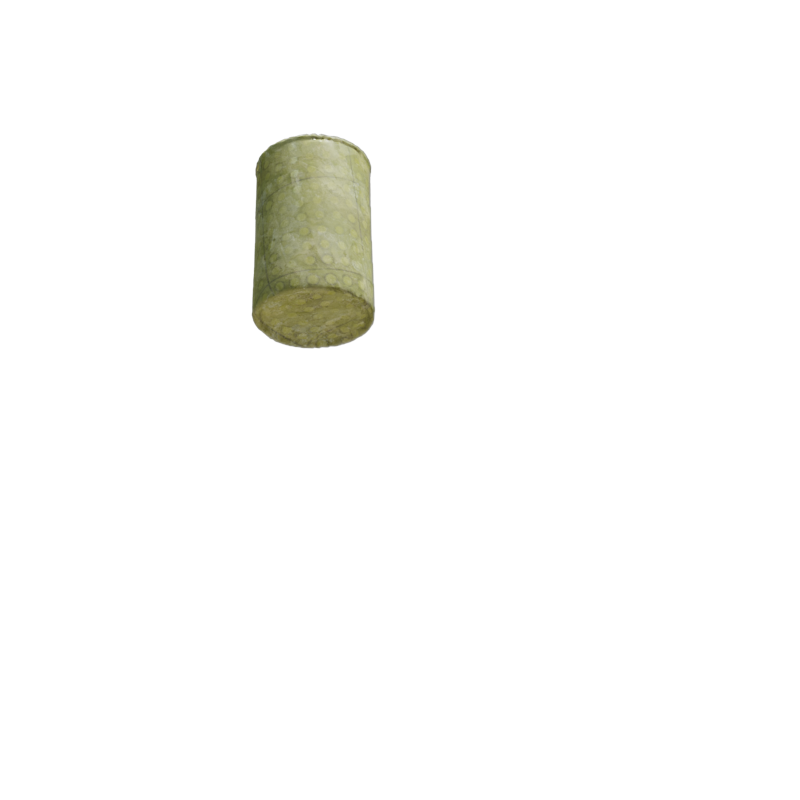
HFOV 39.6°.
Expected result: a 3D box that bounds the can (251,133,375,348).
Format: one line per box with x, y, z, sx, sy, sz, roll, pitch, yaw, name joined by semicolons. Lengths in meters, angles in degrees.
-0.049;-0.089;0.623;0.068;0.109;0.064;-1;-31;-2;can
